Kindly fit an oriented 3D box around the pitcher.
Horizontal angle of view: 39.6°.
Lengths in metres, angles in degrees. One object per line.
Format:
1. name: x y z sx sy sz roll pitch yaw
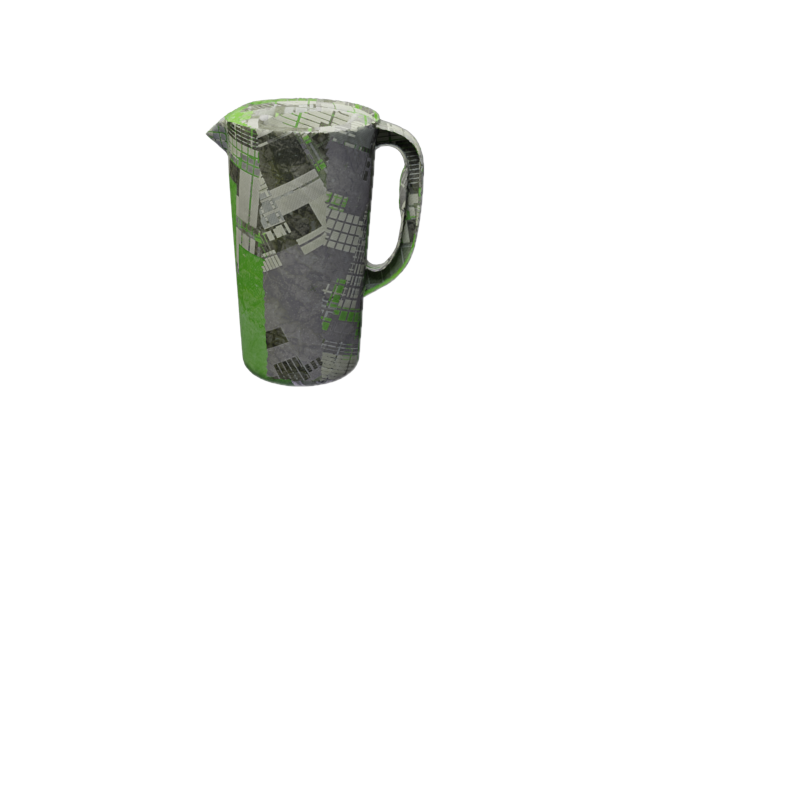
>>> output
1. pitcher: -0.077 -0.140 0.978 0.142 0.232 0.159 -16 28 -37
